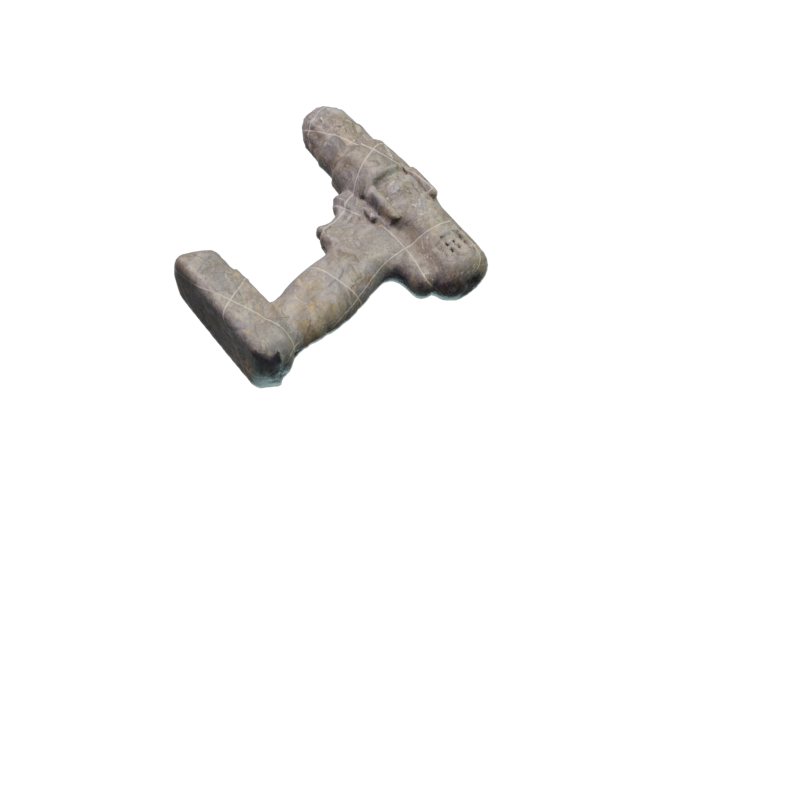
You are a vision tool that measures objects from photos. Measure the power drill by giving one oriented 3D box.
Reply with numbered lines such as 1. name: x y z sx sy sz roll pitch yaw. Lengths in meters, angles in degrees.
1. power drill: -0.061 -0.110 0.774 0.188 0.196 0.054 -34 -25 -19
